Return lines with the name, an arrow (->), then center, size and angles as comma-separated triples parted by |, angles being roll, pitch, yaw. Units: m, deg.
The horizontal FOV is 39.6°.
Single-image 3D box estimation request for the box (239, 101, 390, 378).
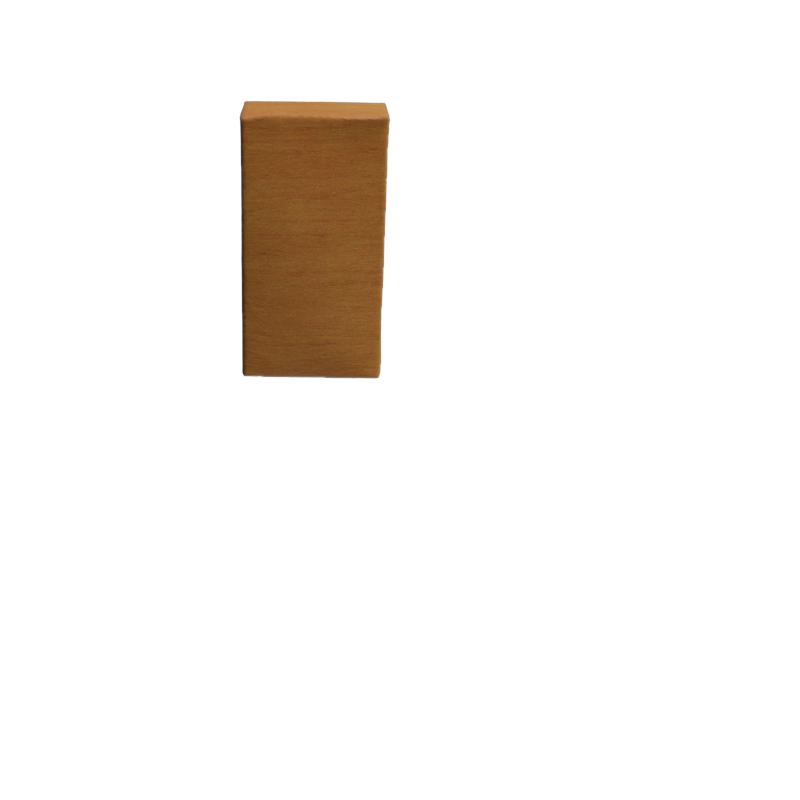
box -> -0.056, -0.101, 0.711 | 0.093, 0.167, 0.051 | 1, 24, -1
